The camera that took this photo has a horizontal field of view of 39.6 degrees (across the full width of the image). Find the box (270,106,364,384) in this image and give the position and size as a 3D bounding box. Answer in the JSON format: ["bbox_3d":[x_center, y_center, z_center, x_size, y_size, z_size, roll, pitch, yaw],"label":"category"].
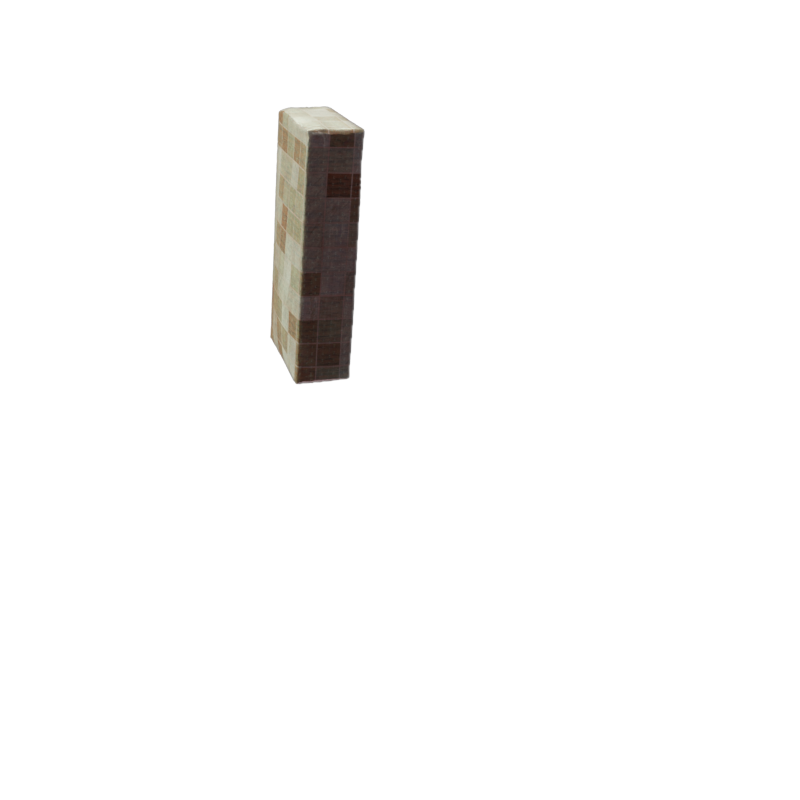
[{"bbox_3d":[-0.061,-0.110,0.771,0.047,0.169,0.099,-4,19,-16],"label":"box"}]
